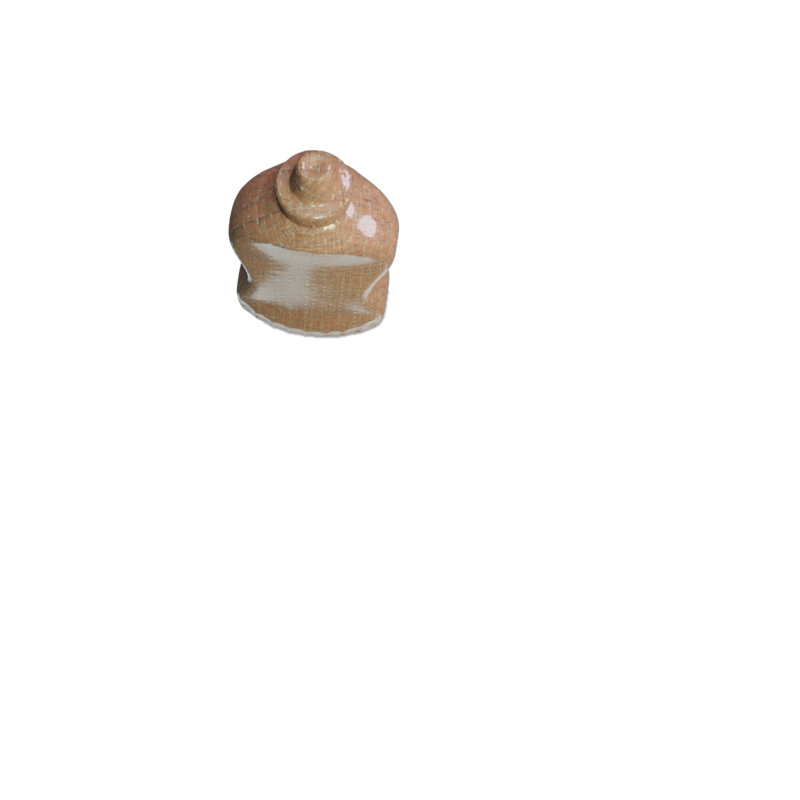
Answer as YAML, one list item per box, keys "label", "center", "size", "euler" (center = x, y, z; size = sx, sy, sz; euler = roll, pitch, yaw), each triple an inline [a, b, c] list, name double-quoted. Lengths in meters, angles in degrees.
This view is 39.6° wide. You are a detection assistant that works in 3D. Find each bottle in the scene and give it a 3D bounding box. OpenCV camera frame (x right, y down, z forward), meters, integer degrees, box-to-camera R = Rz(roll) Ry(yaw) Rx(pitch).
- label: "bottle"
  center: [-0.050, -0.092, 0.643]
  size: [0.096, 0.061, 0.184]
  euler: [10, -17, 0]
